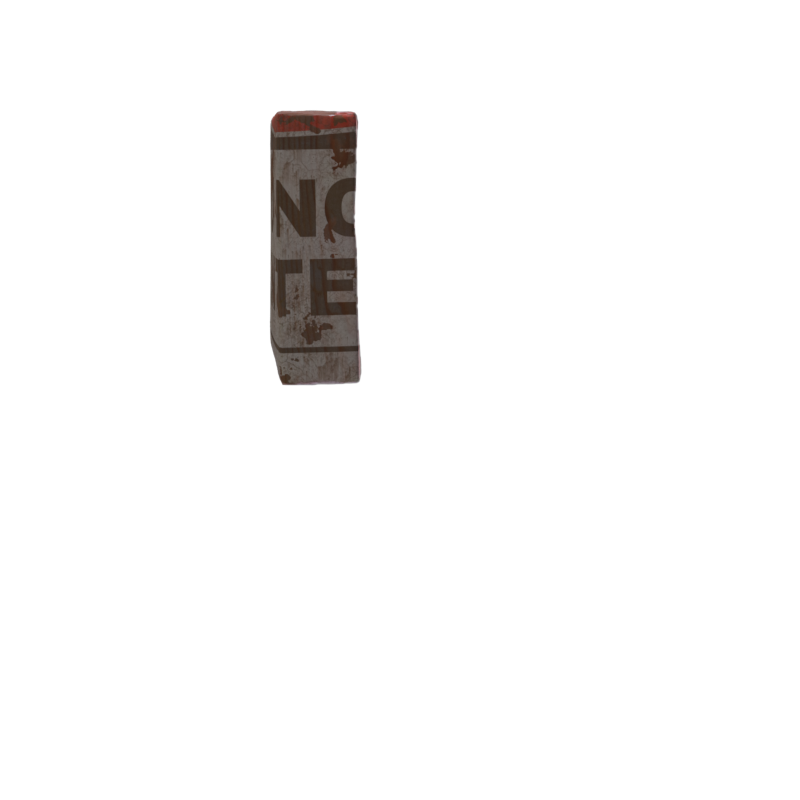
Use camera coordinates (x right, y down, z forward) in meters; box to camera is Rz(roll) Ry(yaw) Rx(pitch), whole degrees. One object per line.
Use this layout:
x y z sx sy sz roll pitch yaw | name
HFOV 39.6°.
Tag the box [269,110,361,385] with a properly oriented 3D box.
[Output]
-0.073 -0.133 0.934 0.071 0.211 0.168 0 8 -8 | box
